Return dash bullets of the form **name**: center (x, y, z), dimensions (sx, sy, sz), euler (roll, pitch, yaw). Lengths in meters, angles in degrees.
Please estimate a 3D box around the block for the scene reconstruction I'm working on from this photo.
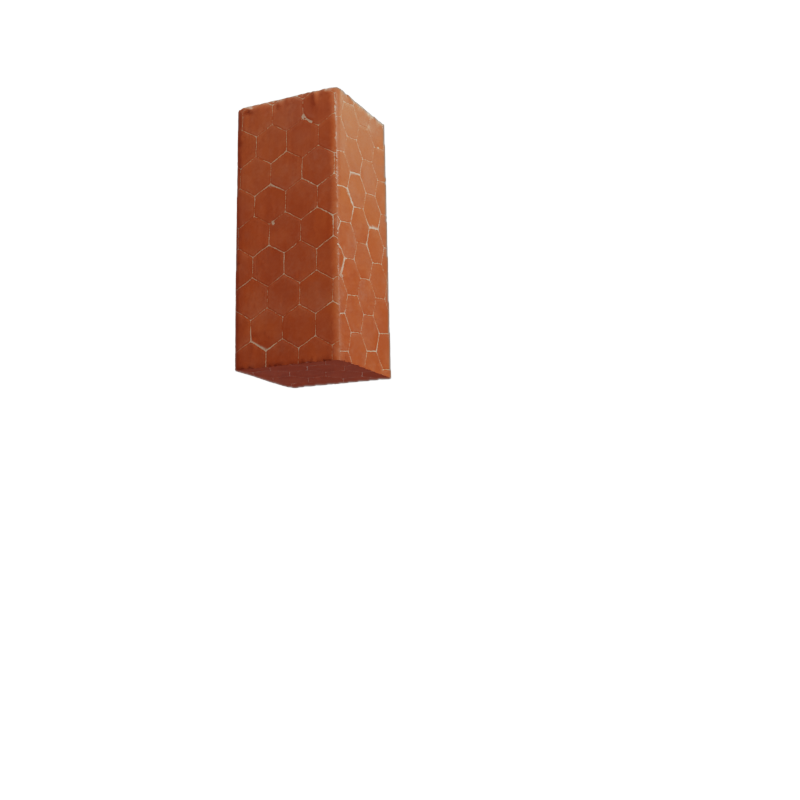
- **block**: center (-0.067, -0.121, 0.849), dimensions (0.093, 0.214, 0.085), euler (-9, -17, 25)
